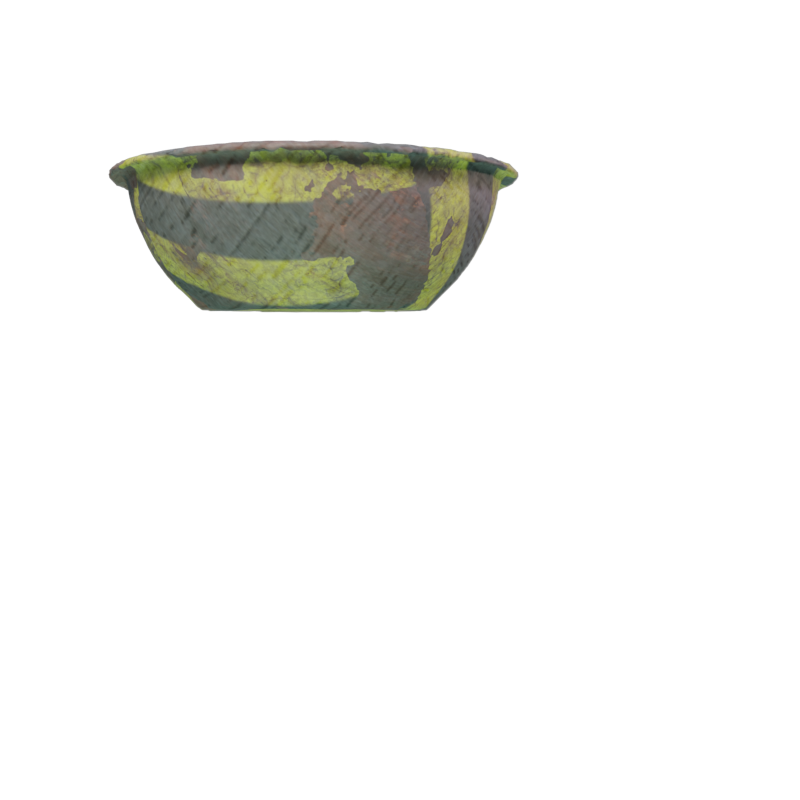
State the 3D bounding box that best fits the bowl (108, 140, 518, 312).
[{"bbox_3d":[-0.035,-0.063,0.442,0.162,0.055,0.162,0,3,-2],"label":"bowl"}]
